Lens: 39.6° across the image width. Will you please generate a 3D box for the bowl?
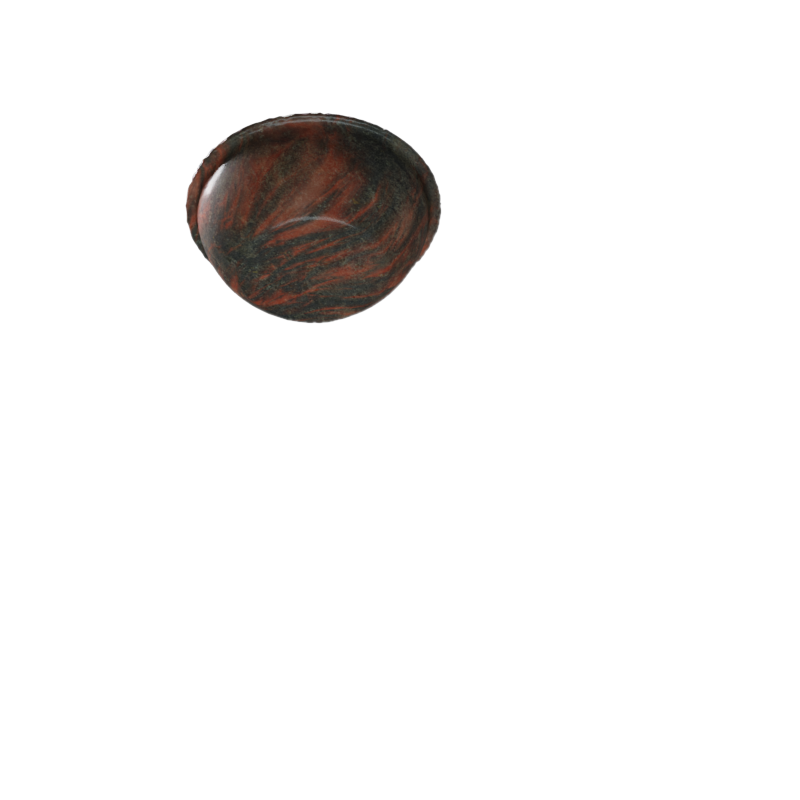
[{"bbox_3d":[-0.054,-0.098,0.685,0.162,0.059,0.151,1,-42,-1],"label":"bowl"}]
